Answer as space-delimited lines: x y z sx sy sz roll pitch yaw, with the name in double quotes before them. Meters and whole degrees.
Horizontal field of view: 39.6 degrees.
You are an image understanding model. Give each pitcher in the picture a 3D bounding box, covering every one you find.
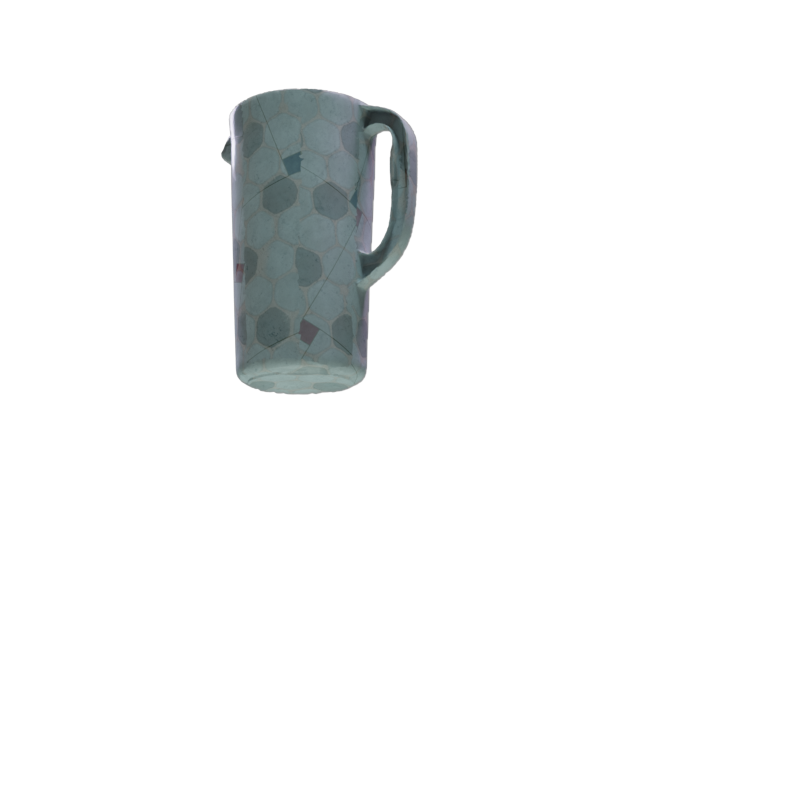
"pitcher" -0.074 -0.134 0.940 0.141 0.253 0.147 5 -17 -19
